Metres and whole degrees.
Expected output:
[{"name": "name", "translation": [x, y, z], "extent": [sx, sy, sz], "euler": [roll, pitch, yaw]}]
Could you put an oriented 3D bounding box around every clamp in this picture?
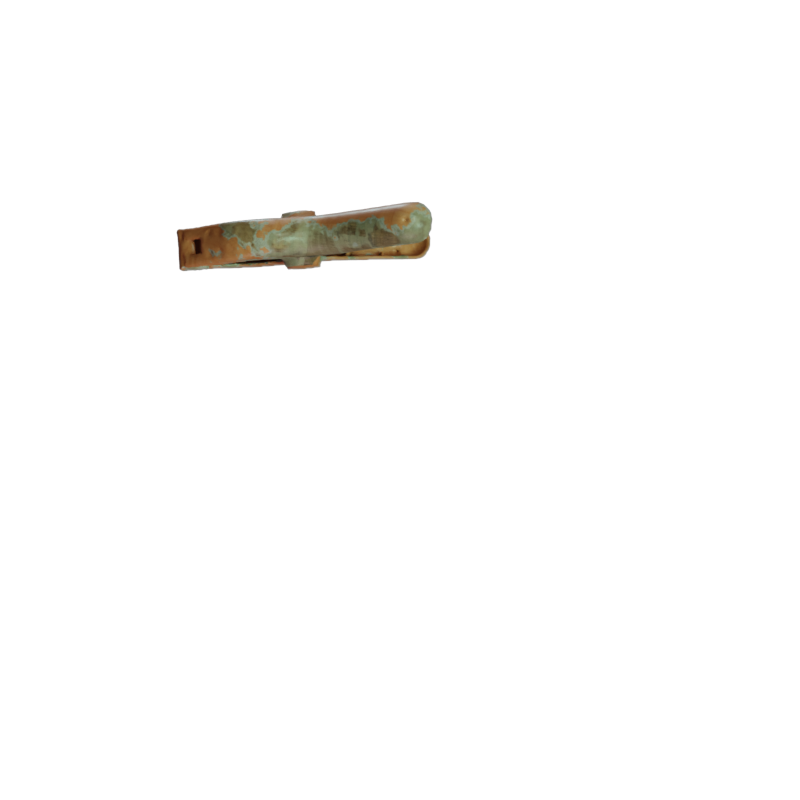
[{"name": "clamp", "translation": [-0.057, -0.104, 0.729], "extent": [0.174, 0.040, 0.116], "euler": [-1, -5, 12]}]
